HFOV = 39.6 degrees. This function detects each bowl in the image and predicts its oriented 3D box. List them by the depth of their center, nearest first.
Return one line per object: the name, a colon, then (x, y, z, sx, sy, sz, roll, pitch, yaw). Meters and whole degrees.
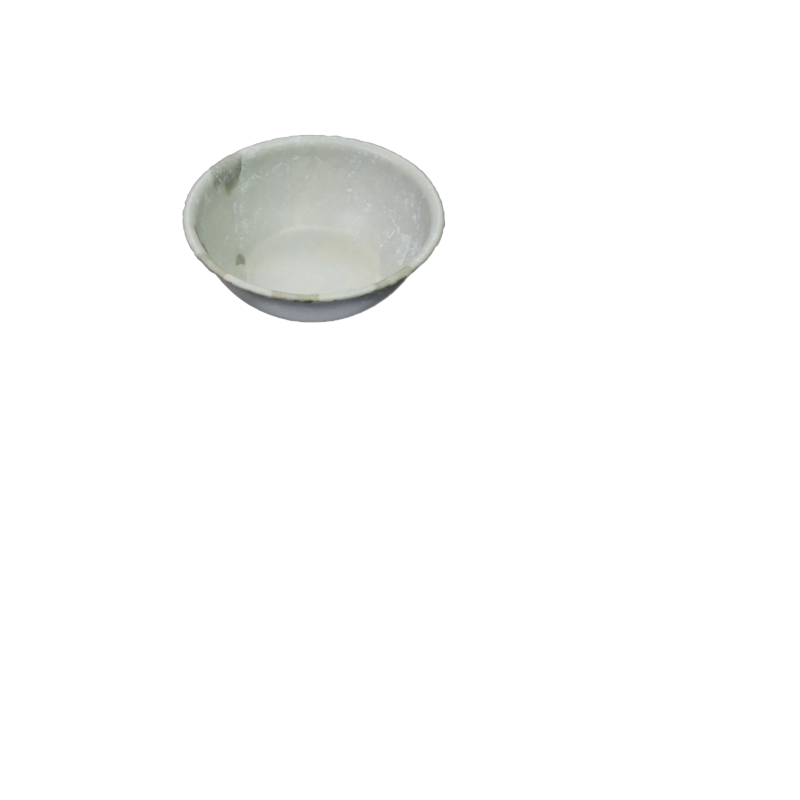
bowl: (-0.055, -0.100, 0.699, 0.162, 0.051, 0.174, -1, 45, -1)
